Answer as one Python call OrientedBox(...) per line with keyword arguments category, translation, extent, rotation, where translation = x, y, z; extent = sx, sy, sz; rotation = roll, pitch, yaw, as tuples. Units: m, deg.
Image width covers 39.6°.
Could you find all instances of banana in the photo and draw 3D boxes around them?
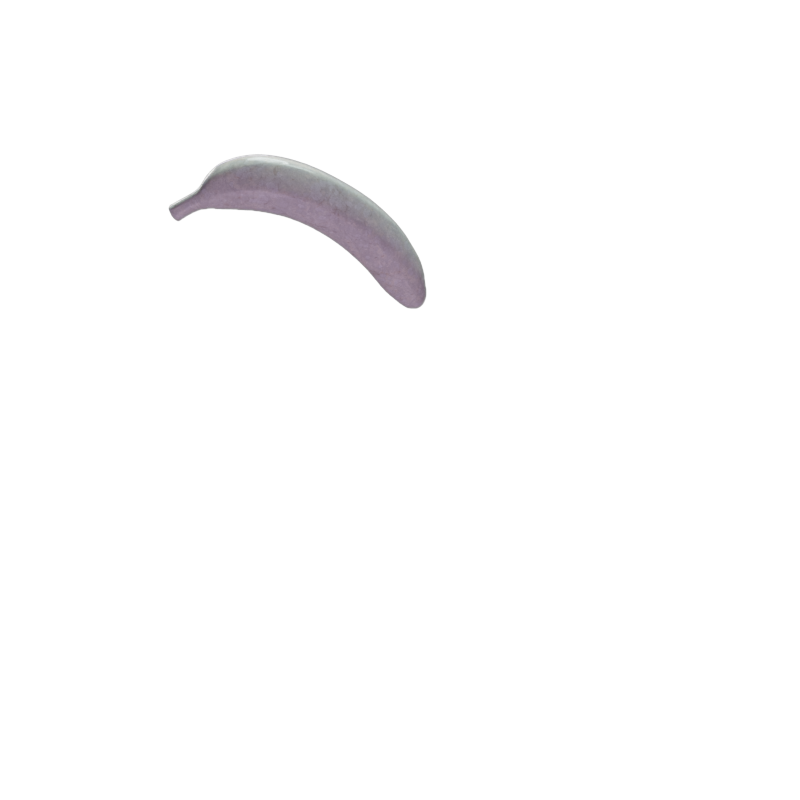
OrientedBox(category="banana", translation=(-0.053, -0.120, 0.751), extent=(0.190, 0.039, 0.067), rotation=(21, -47, -21))
